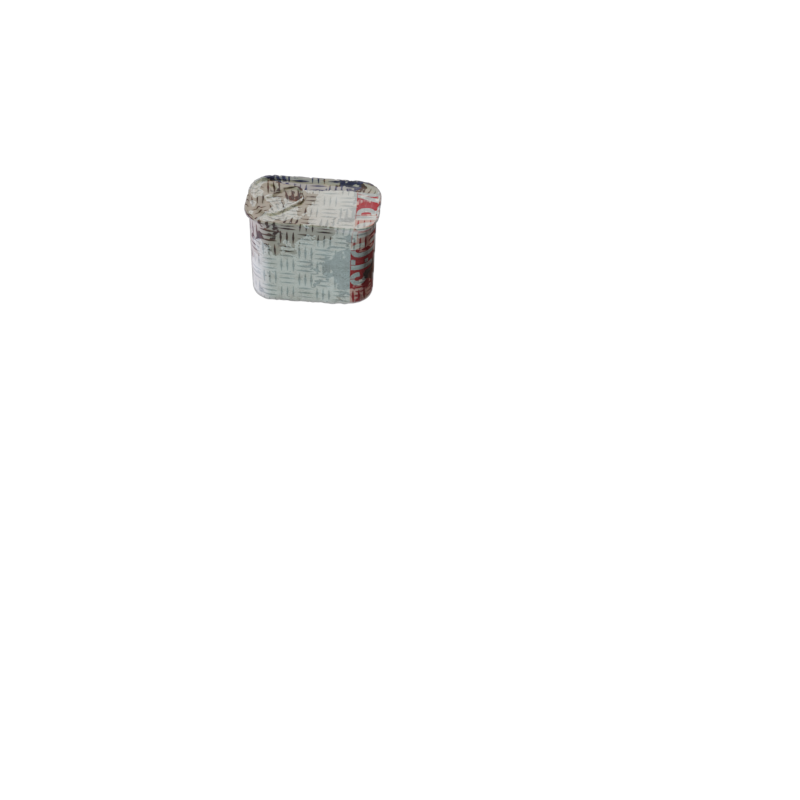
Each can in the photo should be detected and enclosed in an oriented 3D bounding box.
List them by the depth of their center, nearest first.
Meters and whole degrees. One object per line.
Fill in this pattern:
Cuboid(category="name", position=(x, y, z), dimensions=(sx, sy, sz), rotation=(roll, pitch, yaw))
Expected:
Cuboid(category="can", position=(-0.068, -0.123, 0.861), dimensions=(0.102, 0.061, 0.078), rotation=(5, -44, 3))
